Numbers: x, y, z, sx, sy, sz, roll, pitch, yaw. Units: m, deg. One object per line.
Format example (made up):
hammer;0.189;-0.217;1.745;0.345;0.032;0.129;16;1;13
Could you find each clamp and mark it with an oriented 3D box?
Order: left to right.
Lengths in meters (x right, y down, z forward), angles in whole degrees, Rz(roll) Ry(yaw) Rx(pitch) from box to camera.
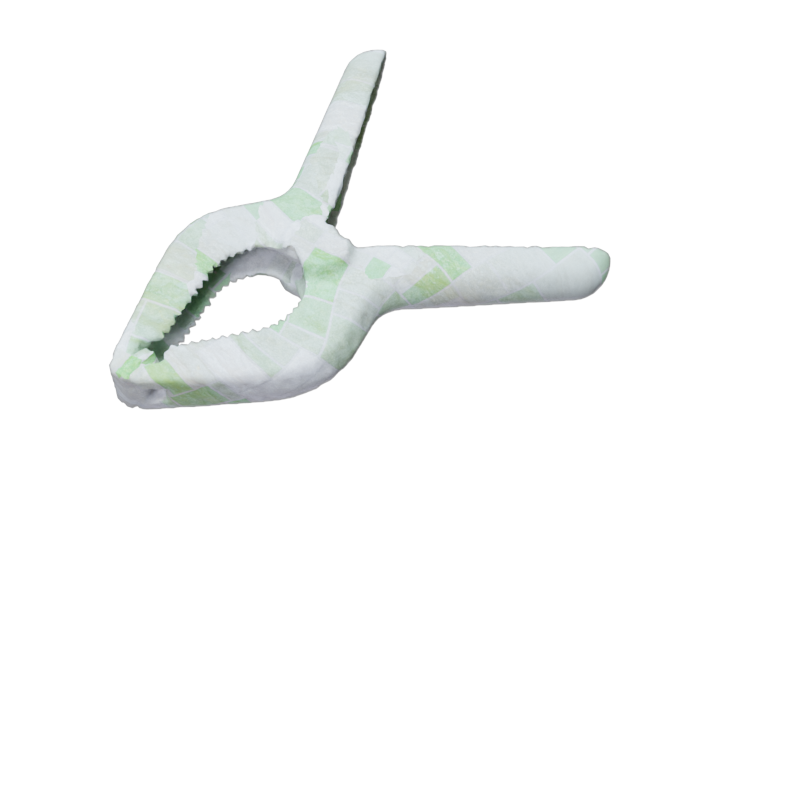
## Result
clamp;-0.038;-0.069;0.487;0.209;0.176;0.034;-28;-29;-17
